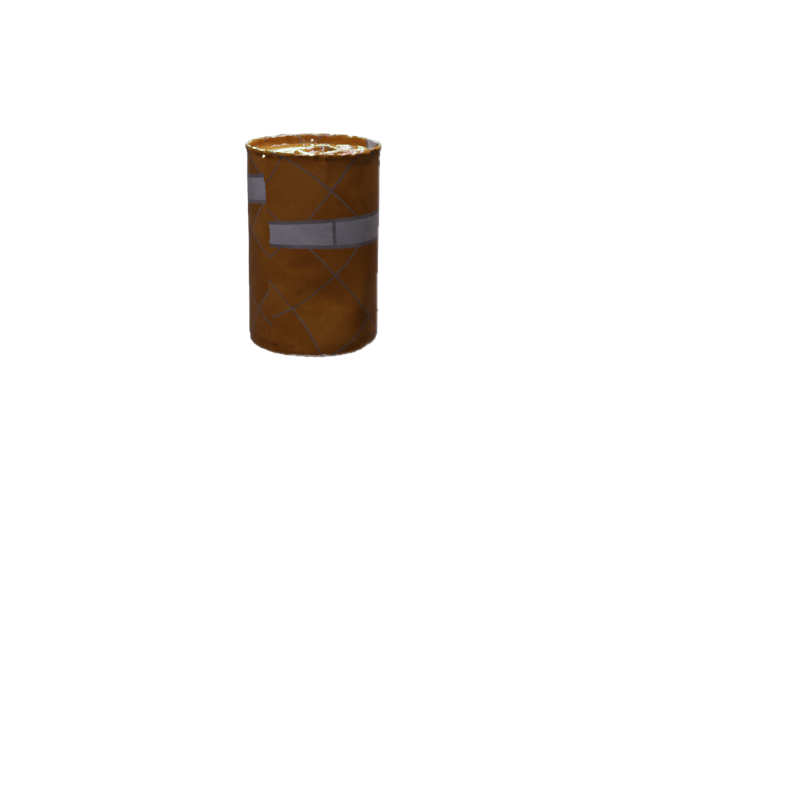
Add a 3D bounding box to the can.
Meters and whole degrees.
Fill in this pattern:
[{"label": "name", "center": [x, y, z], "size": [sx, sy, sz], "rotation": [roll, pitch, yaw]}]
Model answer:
[{"label": "can", "center": [-0.044, -0.081, 0.564], "size": [0.068, 0.099, 0.071], "rotation": [0, 16, -2]}]
